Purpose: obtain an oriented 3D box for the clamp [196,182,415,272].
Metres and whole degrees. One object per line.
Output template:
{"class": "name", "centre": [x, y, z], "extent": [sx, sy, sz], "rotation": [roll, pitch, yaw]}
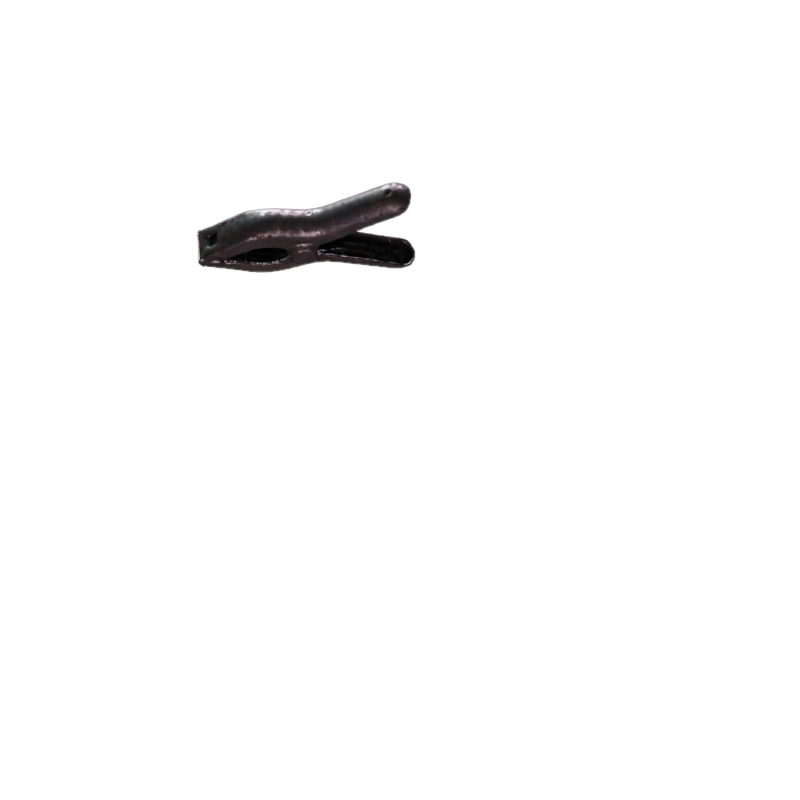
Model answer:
{"class": "clamp", "centre": [-0.067, -0.122, 0.851], "extent": [0.174, 0.041, 0.112], "rotation": [-5, -24, 12]}
